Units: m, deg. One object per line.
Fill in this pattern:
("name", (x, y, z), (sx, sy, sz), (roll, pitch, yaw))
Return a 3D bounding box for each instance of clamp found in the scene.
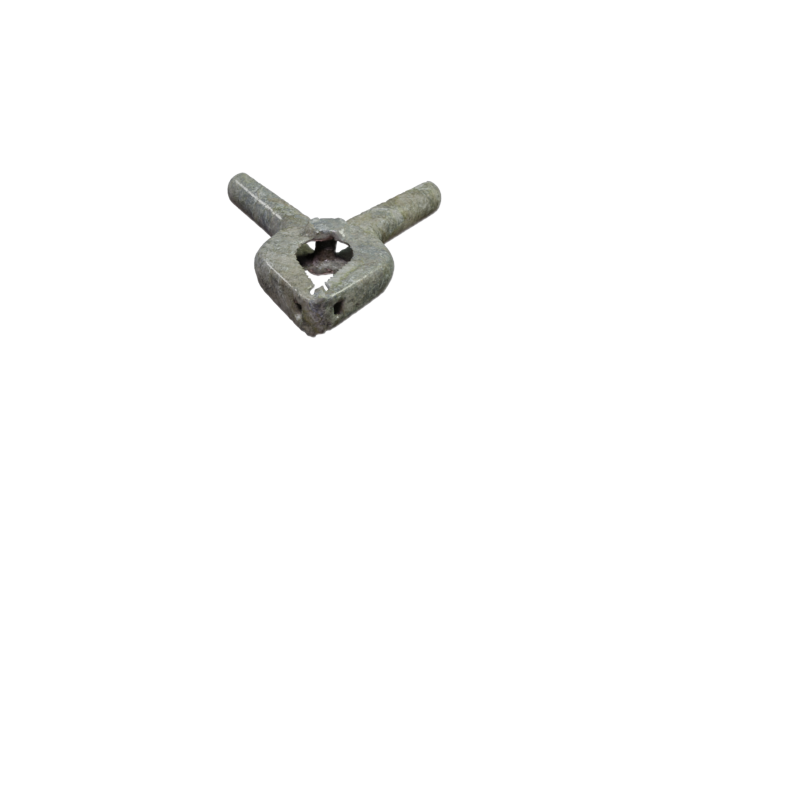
("clamp", (-0.061, -0.112, 0.786), (0.167, 0.034, 0.220), (5, 33, 7))
